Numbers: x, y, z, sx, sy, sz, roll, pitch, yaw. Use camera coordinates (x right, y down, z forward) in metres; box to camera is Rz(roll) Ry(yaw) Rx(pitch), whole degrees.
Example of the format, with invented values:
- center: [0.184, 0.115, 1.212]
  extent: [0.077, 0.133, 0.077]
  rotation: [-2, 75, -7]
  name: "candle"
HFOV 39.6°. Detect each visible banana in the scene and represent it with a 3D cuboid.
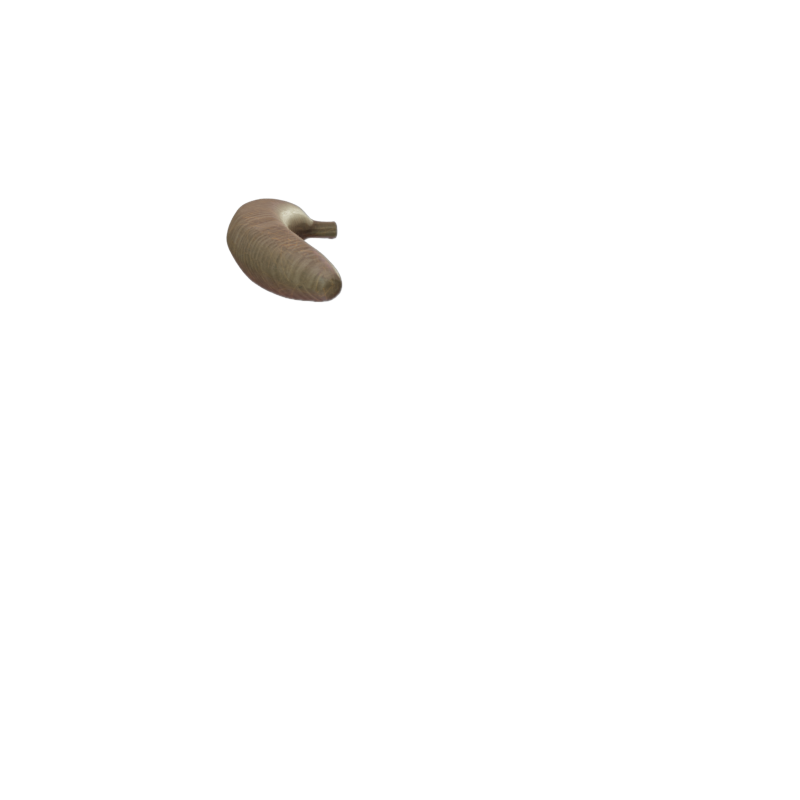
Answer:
- center: [-0.071, -0.096, 0.666]
  extent: [0.069, 0.035, 0.205]
  rotation: [-1, 19, -3]
  name: "banana"
